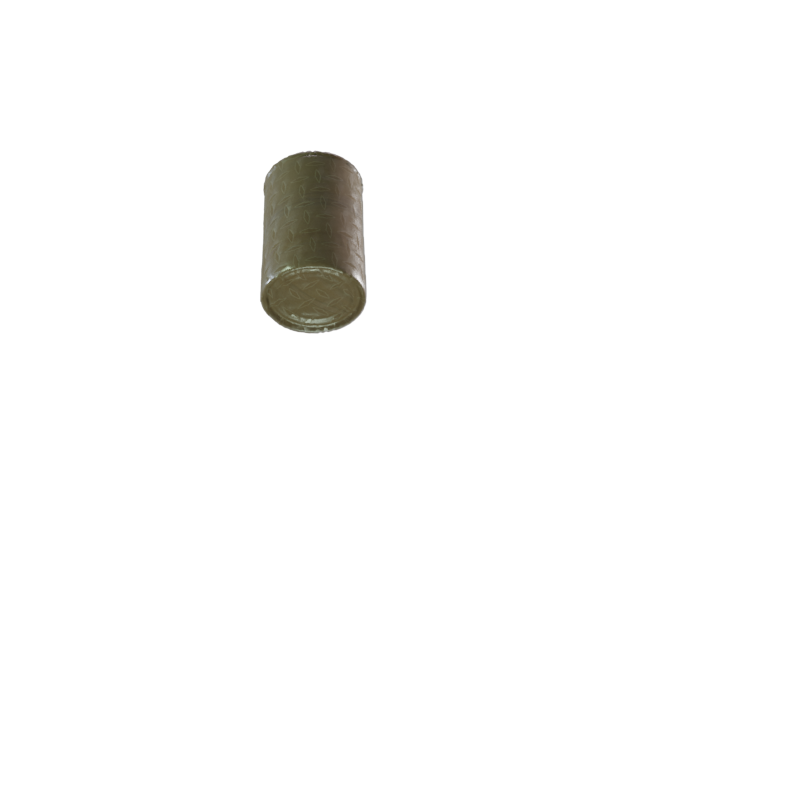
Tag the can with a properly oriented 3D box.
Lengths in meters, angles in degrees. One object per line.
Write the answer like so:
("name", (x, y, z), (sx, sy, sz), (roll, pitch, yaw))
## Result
("can", (-0.056, -0.103, 0.720), (0.068, 0.110, 0.064), (-1, -39, -3))
